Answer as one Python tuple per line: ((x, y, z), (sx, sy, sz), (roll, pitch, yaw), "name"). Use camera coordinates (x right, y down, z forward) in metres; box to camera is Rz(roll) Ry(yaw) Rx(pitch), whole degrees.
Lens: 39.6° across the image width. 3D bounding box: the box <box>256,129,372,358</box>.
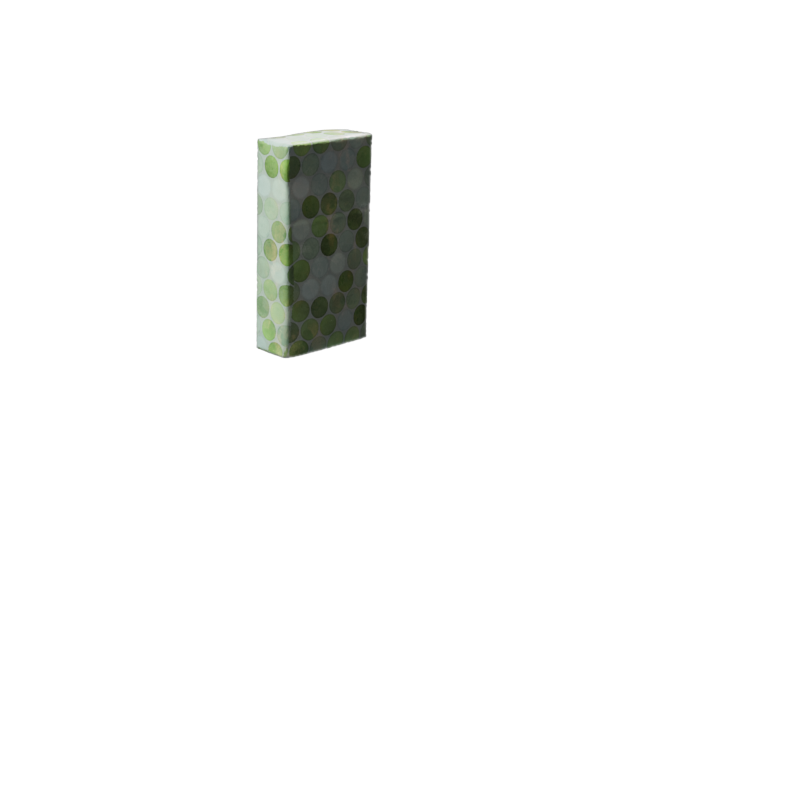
((-0.071, -0.129, 0.903), (0.091, 0.171, 0.051), (-13, 20, -42), "box")
